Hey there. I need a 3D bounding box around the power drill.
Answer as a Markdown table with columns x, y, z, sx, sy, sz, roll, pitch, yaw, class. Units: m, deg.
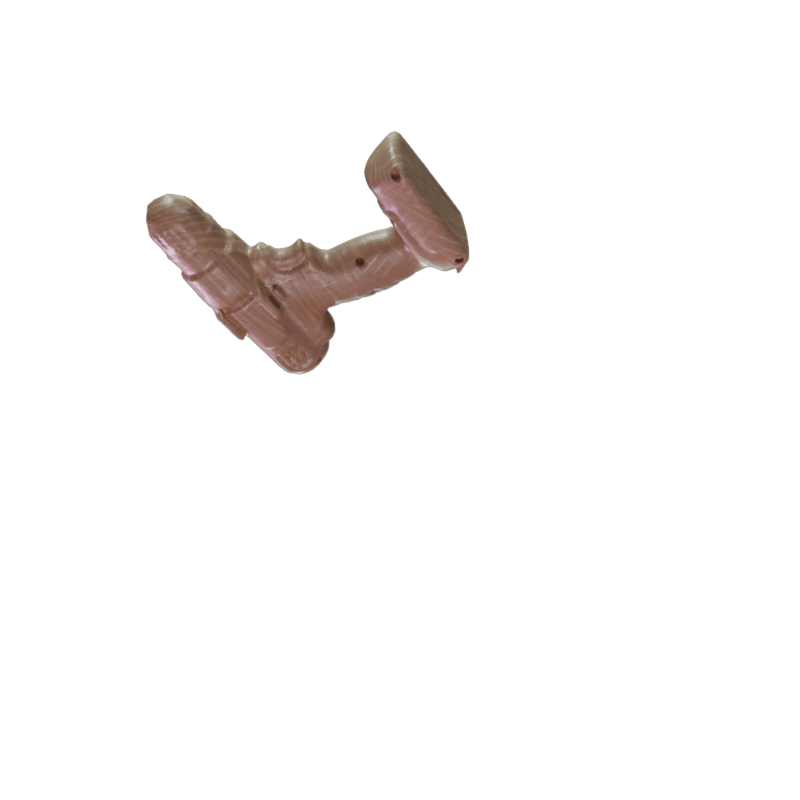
| x | y | z | sx | sy | sz | roll | pitch | yaw | class |
| --- | --- | --- | --- | --- | --- | --- | --- | --- | --- |
| -0.061 | -0.112 | 0.784 | 0.188 | 0.062 | 0.171 | -26 | -51 | 23 | power drill |
